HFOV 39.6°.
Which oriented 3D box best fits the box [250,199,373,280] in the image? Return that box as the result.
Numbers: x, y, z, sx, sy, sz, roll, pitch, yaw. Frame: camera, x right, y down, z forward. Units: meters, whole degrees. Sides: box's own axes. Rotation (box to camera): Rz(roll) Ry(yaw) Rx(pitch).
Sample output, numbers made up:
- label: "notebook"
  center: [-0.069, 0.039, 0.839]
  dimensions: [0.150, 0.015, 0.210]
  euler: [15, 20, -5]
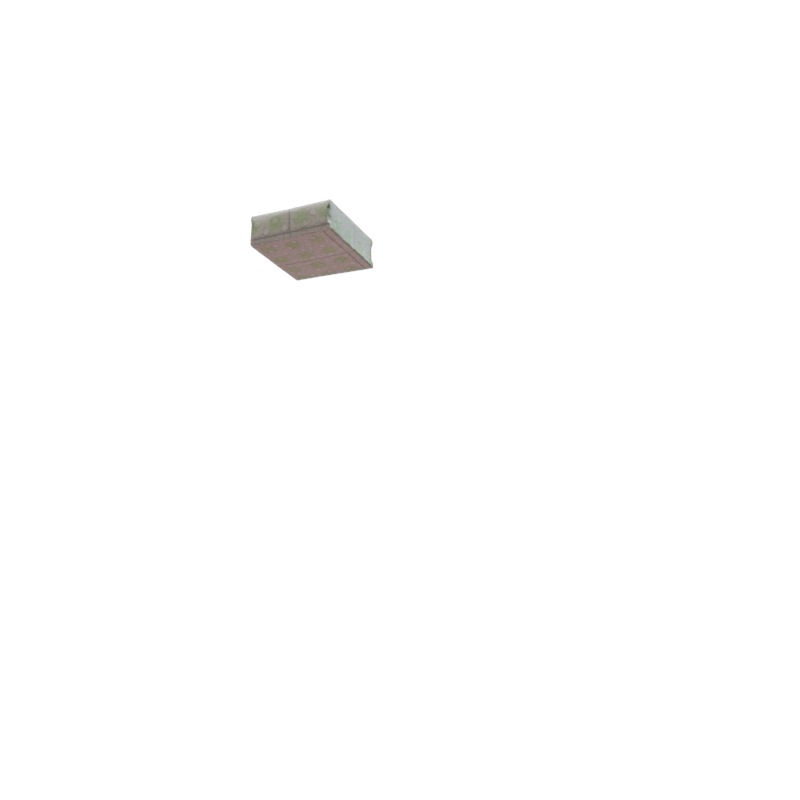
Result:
- label: "box"
  center: [-0.072, -0.132, 0.926]
  dimensions: [0.074, 0.032, 0.083]
  euler: [-8, -19, 23]
